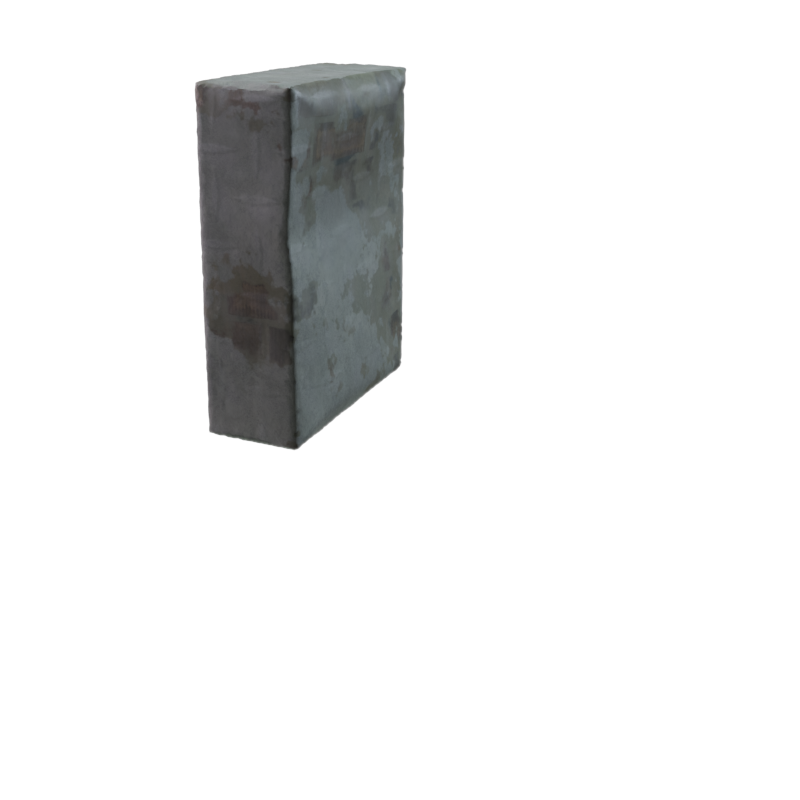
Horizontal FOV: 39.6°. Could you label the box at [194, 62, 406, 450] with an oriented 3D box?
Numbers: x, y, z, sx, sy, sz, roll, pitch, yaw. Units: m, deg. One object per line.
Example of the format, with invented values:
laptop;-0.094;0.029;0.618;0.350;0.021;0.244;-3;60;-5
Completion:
box;-0.055;-0.100;0.702;0.074;0.206;0.164;7;18;23
